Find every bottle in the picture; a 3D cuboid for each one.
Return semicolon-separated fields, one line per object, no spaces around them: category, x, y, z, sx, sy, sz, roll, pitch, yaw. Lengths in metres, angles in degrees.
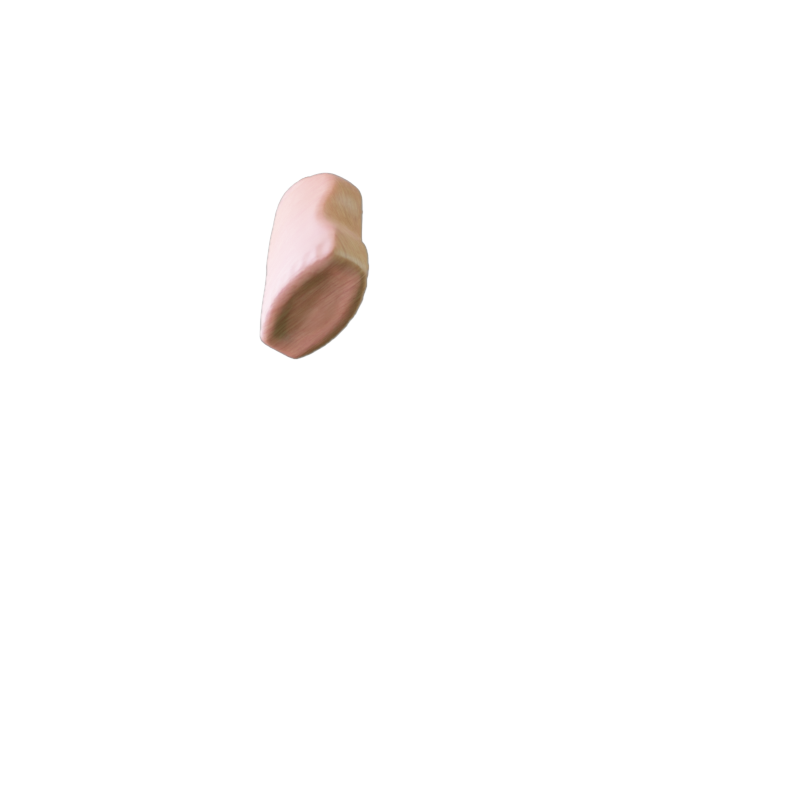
bottle;-0.066;-0.121;0.851;0.056;0.094;0.205;28;29;-22
